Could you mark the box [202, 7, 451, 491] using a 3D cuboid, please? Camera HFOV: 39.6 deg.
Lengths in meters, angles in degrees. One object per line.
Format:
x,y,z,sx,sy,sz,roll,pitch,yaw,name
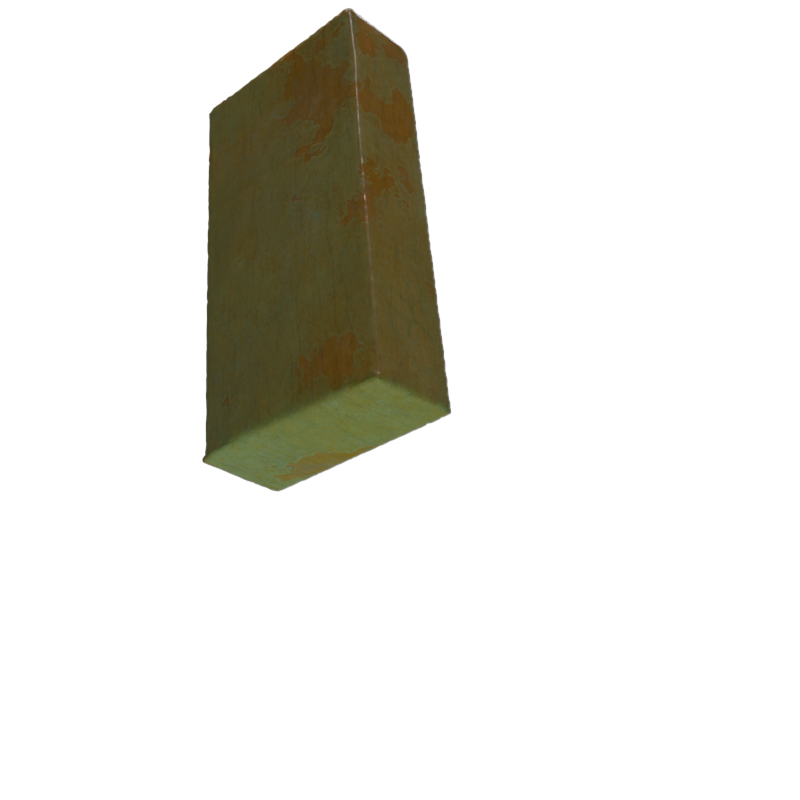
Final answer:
-0.035,-0.064,0.445,0.093,0.188,0.045,-28,-41,33,box
